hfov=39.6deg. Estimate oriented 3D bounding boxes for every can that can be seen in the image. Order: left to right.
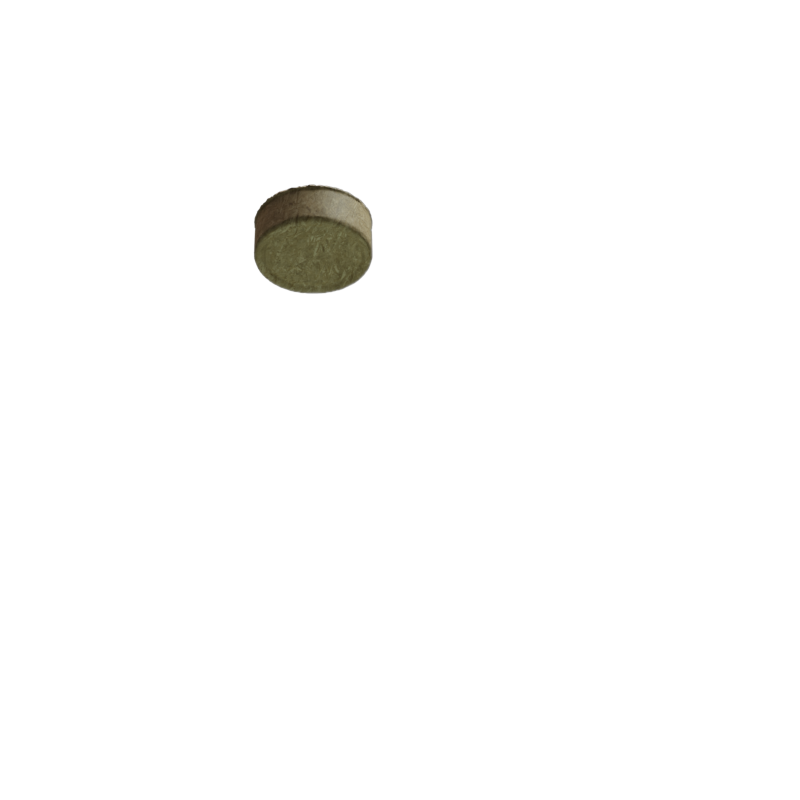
[{"bbox_3d":[-0.062,-0.113,0.793,0.086,0.036,0.080,1,-34,-2],"label":"can"}]
